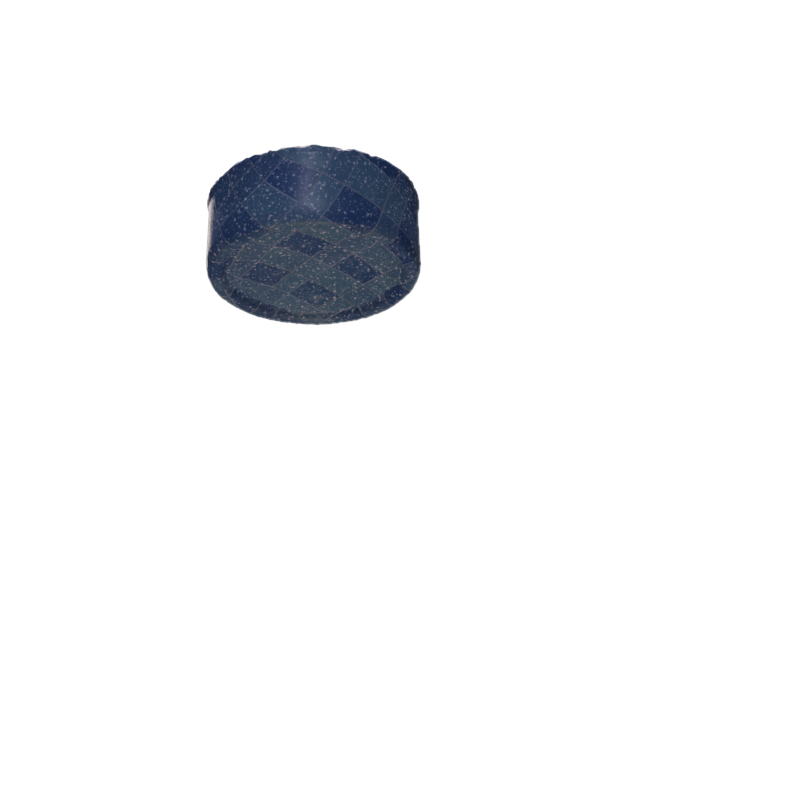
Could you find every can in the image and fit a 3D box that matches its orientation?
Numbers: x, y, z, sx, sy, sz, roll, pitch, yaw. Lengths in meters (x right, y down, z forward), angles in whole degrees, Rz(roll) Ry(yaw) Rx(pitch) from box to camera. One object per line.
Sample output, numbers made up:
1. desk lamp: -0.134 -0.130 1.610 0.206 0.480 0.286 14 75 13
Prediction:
1. can: -0.035 -0.063 0.441 0.086 0.036 0.081 1 -26 -2
